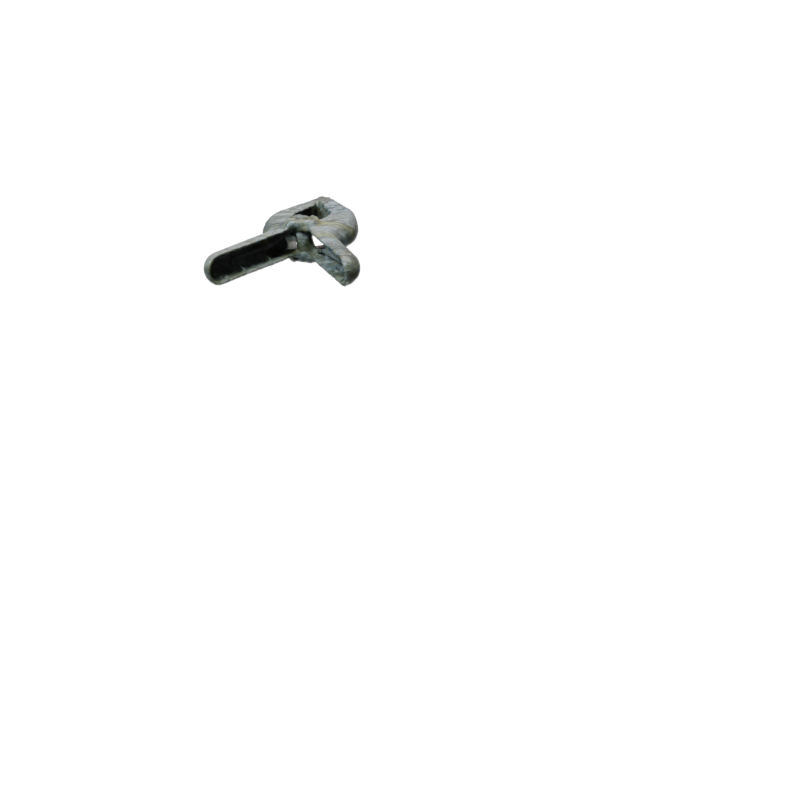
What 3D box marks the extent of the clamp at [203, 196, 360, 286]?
[{"bbox_3d":[-0.070,-0.128,0.894,0.124,0.037,0.176,10,30,17],"label":"clamp"}]
